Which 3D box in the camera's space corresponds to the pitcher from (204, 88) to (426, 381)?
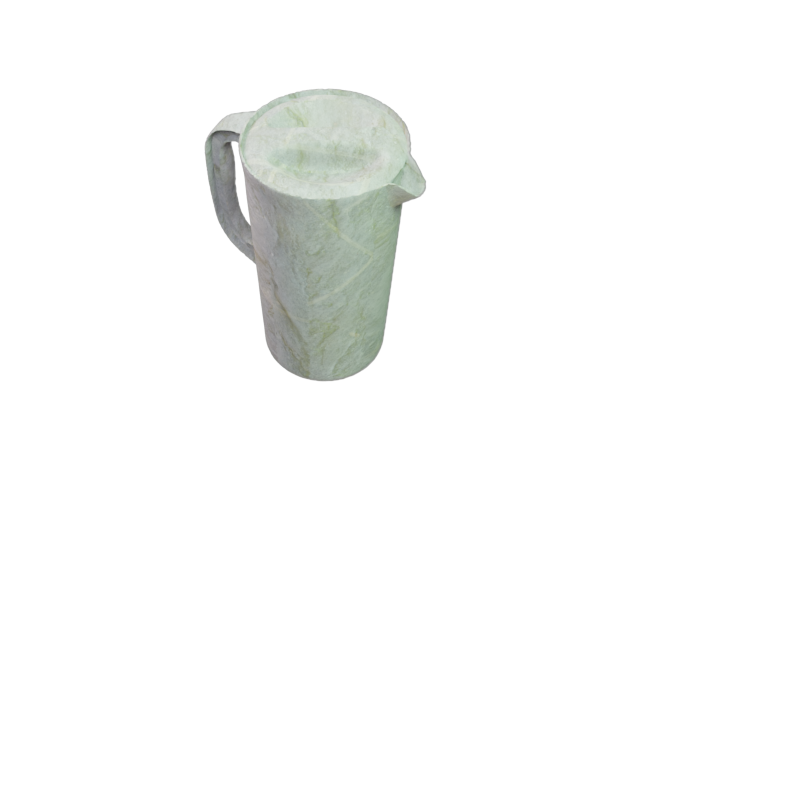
[{"bbox_3d":[-0.073,-0.133,0.932,0.143,0.161,0.226,-15,-39,-16],"label":"pitcher"}]
